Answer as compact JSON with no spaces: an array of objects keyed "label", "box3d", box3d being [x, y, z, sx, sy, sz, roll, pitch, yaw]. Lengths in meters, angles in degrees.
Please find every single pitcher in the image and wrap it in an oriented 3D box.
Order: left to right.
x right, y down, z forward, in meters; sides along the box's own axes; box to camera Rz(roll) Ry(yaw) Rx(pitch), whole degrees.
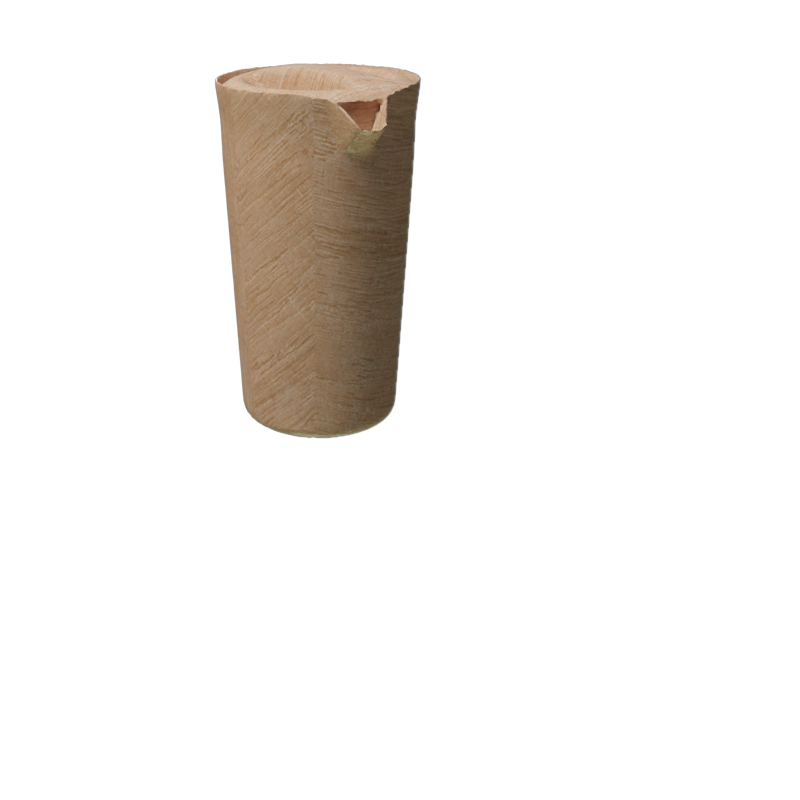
[{"label":"pitcher","box3d":[-0.059,-0.108,0.759,0.149,0.233,0.151,7,21,17]}]
